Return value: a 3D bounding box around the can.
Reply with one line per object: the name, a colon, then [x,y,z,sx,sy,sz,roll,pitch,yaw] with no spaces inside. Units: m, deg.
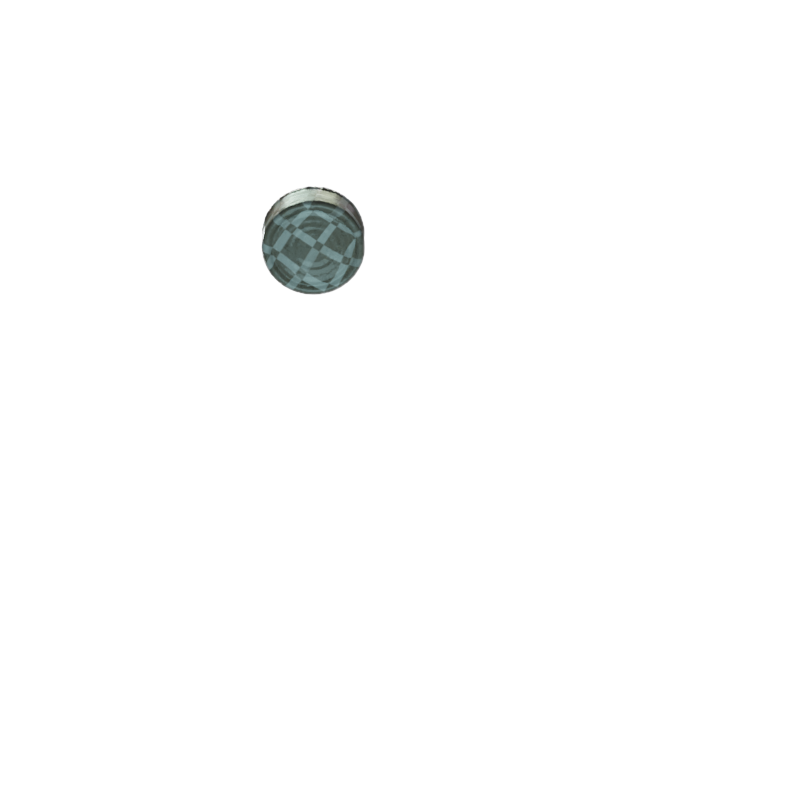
can: [-0.072,-0.131,0.917,0.086,0.081,0.036,1,28,-1]
